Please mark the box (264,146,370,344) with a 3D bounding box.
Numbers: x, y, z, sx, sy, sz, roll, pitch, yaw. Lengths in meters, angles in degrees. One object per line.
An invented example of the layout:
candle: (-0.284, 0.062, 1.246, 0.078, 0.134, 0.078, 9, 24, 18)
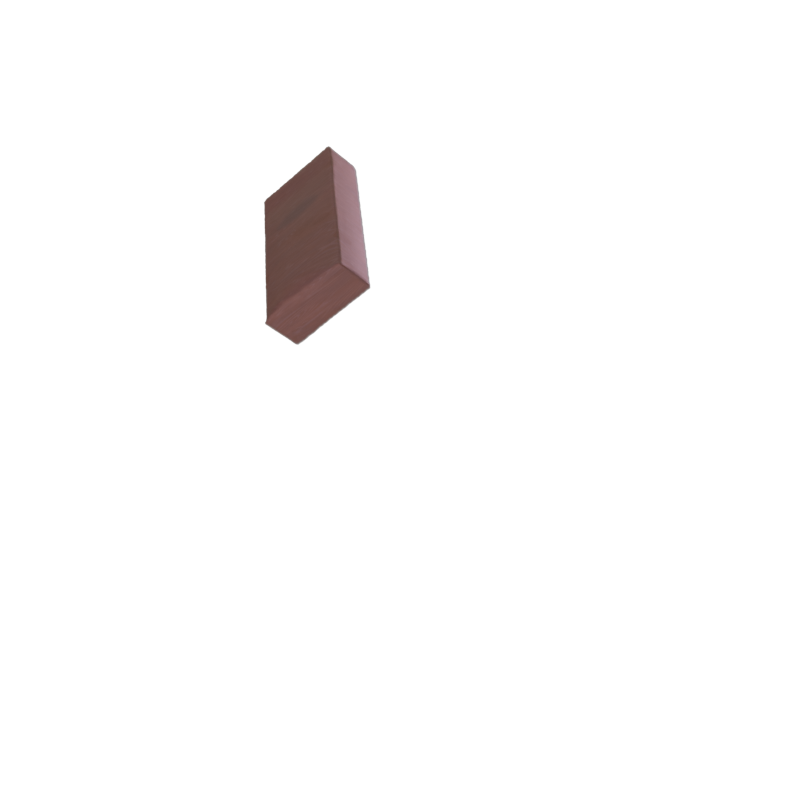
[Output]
box: (-0.078, -0.142, 0.998, 0.092, 0.189, 0.045, -36, -55, 25)
